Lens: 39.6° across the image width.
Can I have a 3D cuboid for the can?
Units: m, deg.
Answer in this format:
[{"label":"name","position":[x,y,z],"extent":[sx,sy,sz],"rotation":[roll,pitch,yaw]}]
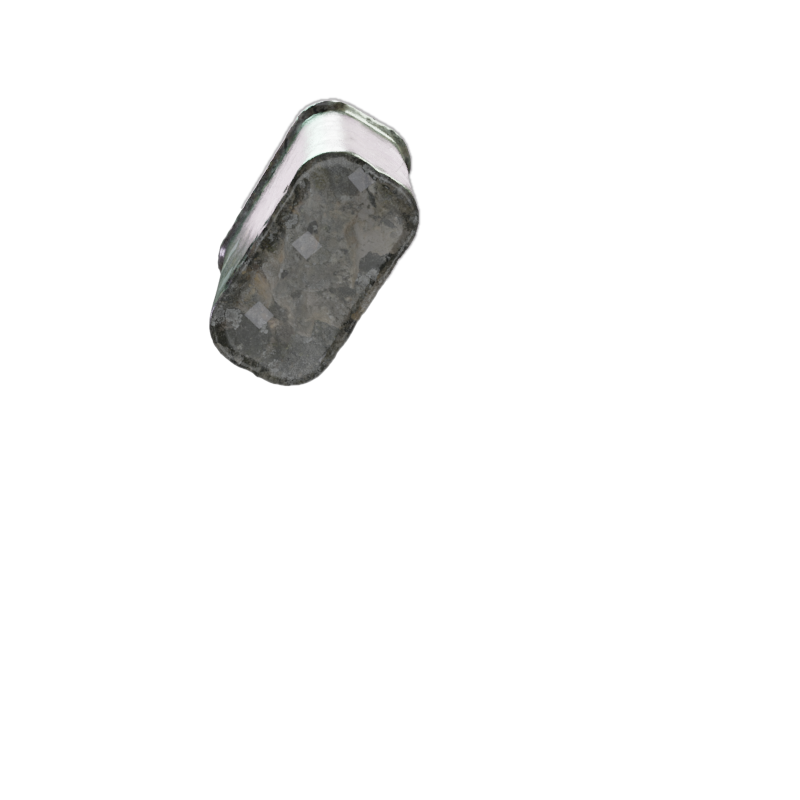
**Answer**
[{"label":"can","position":[-0.036,-0.065,0.459],"extent":[0.056,0.100,0.088],"rotation":[29,18,-15]}]
